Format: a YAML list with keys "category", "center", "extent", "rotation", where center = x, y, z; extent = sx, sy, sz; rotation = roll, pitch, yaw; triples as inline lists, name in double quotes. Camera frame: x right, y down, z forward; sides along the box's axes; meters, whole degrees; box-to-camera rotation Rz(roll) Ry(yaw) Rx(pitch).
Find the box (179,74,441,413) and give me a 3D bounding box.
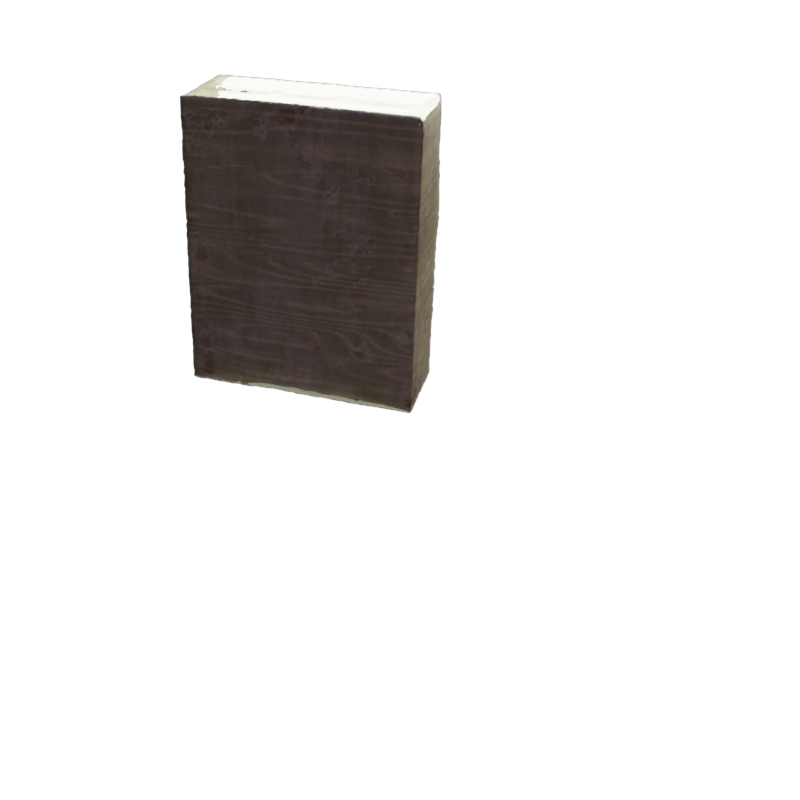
- category: "box"
  center: [-0.060, -0.109, 0.765]
  extent: [0.168, 0.203, 0.074]
  rotation: [9, 26, 15]
